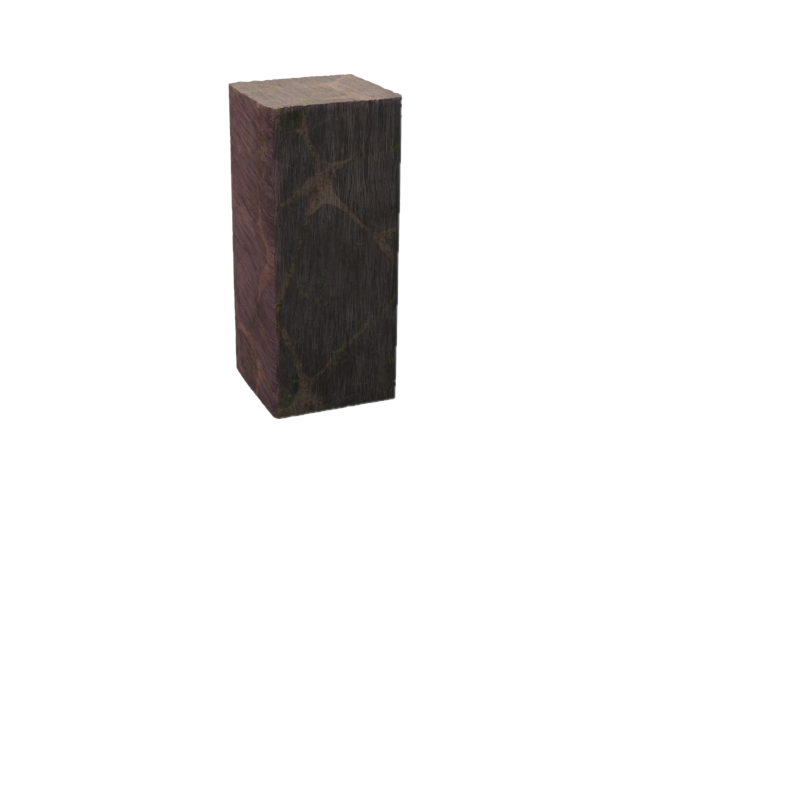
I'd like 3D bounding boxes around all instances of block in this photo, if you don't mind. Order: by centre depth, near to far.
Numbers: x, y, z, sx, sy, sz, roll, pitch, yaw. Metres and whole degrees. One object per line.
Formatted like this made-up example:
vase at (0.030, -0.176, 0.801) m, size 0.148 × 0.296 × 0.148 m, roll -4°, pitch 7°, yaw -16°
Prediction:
block at (-0.058, -0.105, 0.737) m, size 0.089 × 0.197 × 0.096 m, roll -7°, pitch 22°, yaw -22°
